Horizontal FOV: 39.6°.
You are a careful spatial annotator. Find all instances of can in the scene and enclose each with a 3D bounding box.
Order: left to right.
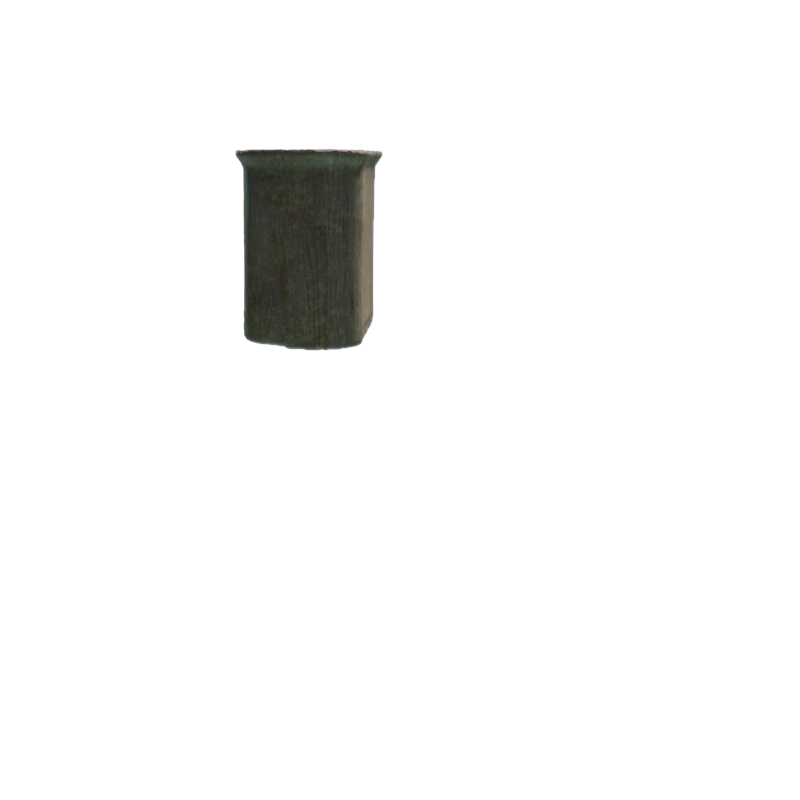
[{"bbox_3d":[-0.040,-0.072,0.506,0.058,0.082,0.103,1,9,5],"label":"can"}]
